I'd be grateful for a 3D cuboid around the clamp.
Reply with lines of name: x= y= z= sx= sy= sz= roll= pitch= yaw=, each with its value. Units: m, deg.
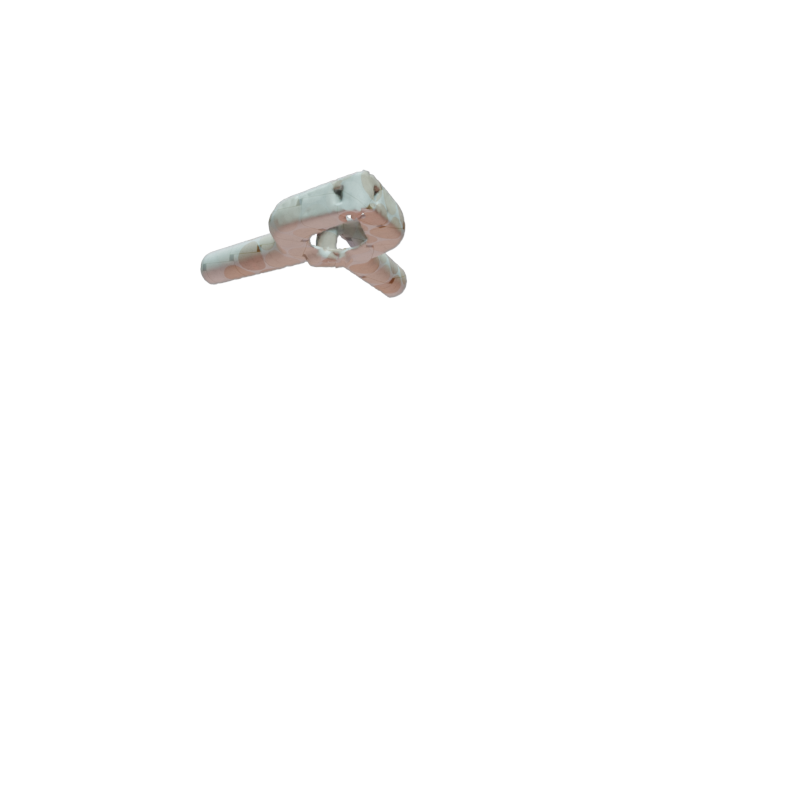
clamp: x=-0.063 y=-0.114 z=0.800 sx=0.163 sy=0.038 sz=0.204 roll=1 pitch=-11 yaw=-7
